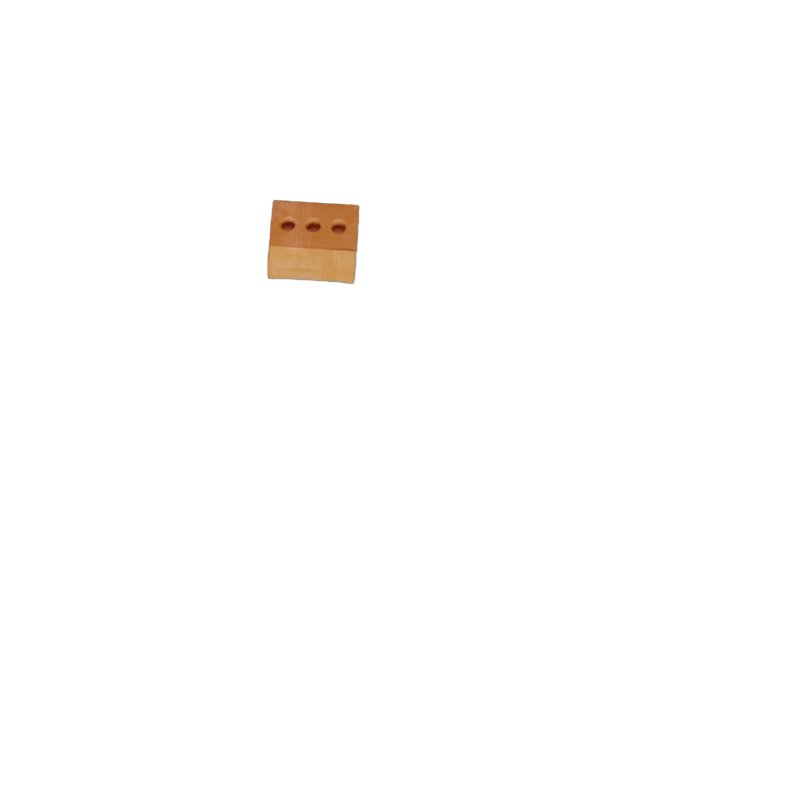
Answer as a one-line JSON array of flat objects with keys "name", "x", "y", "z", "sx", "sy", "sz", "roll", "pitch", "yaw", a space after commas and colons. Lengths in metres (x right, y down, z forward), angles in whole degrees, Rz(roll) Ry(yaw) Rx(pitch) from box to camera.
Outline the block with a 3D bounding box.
[{"name": "block", "x": -0.076, "y": -0.138, "z": 0.968, "sx": 0.078, "sy": 0.056, "sz": 0.048, "roll": 3, "pitch": -31, "yaw": 0}]
